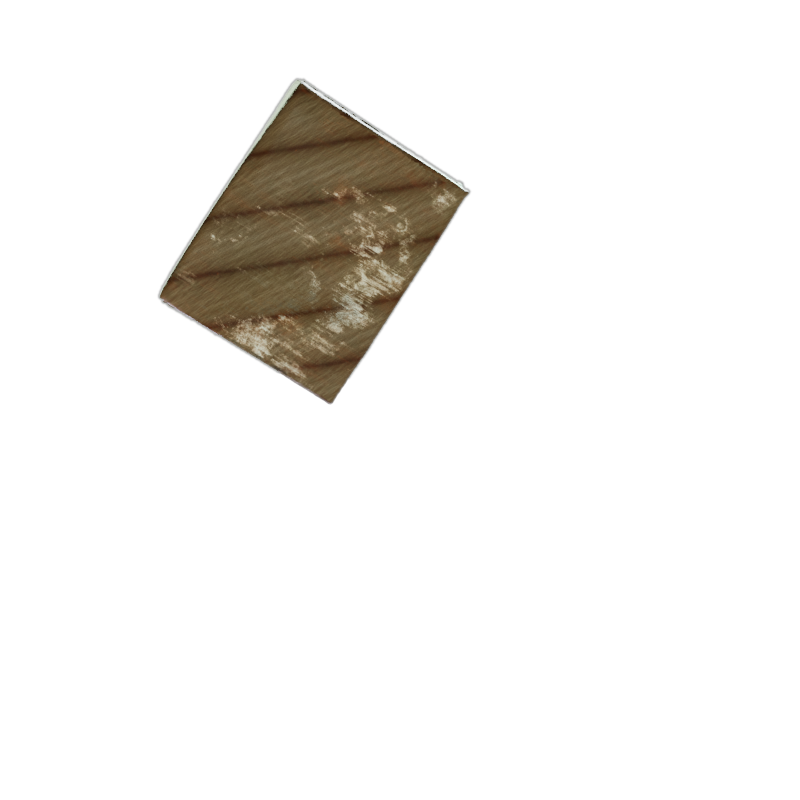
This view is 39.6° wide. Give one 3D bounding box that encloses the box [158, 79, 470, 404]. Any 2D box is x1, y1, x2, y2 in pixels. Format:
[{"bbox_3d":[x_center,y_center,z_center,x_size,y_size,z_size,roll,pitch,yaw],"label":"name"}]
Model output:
[{"bbox_3d":[-0.038,-0.069,0.483,0.089,0.112,0.040,33,9,-7],"label":"box"}]
